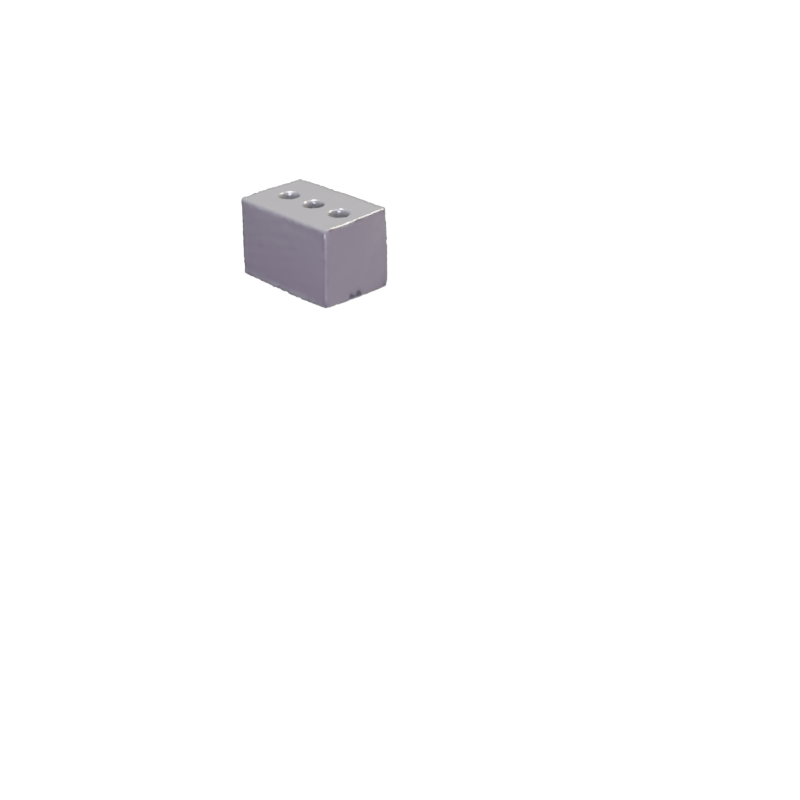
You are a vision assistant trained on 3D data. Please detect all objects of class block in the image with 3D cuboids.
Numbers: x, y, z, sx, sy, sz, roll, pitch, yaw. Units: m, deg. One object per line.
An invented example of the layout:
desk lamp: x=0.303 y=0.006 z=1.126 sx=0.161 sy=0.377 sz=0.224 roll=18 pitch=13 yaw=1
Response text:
block: x=-0.053 y=-0.097 z=0.679 sx=0.083 sy=0.049 sz=0.052 roll=24 pitch=35 yaw=38
